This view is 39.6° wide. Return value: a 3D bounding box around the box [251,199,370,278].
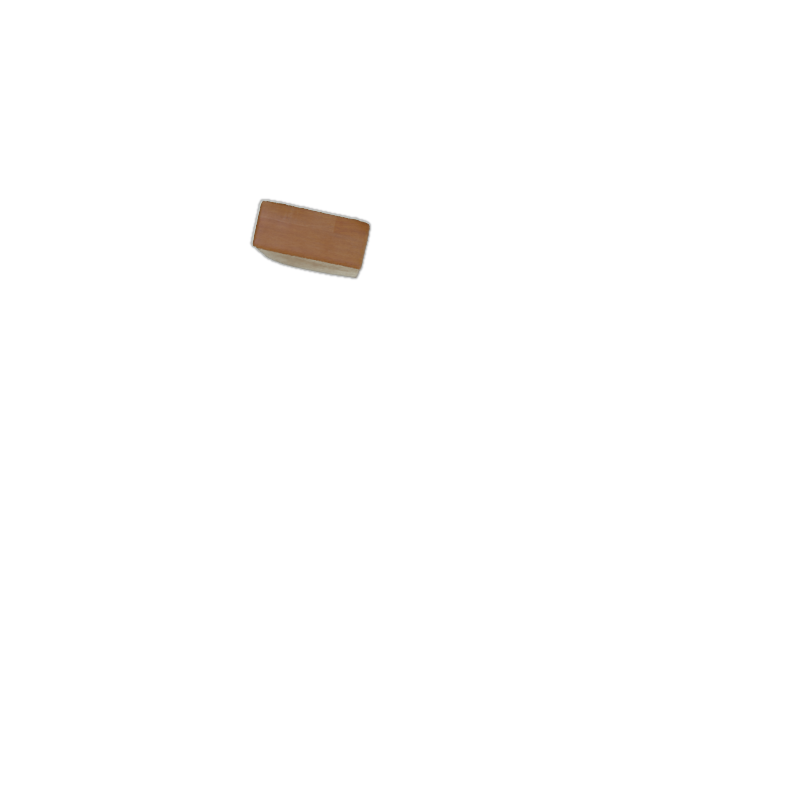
[{"bbox_3d":[-0.076,-0.139,0.973,0.093,0.048,0.176,12,0,-3],"label":"box"}]
